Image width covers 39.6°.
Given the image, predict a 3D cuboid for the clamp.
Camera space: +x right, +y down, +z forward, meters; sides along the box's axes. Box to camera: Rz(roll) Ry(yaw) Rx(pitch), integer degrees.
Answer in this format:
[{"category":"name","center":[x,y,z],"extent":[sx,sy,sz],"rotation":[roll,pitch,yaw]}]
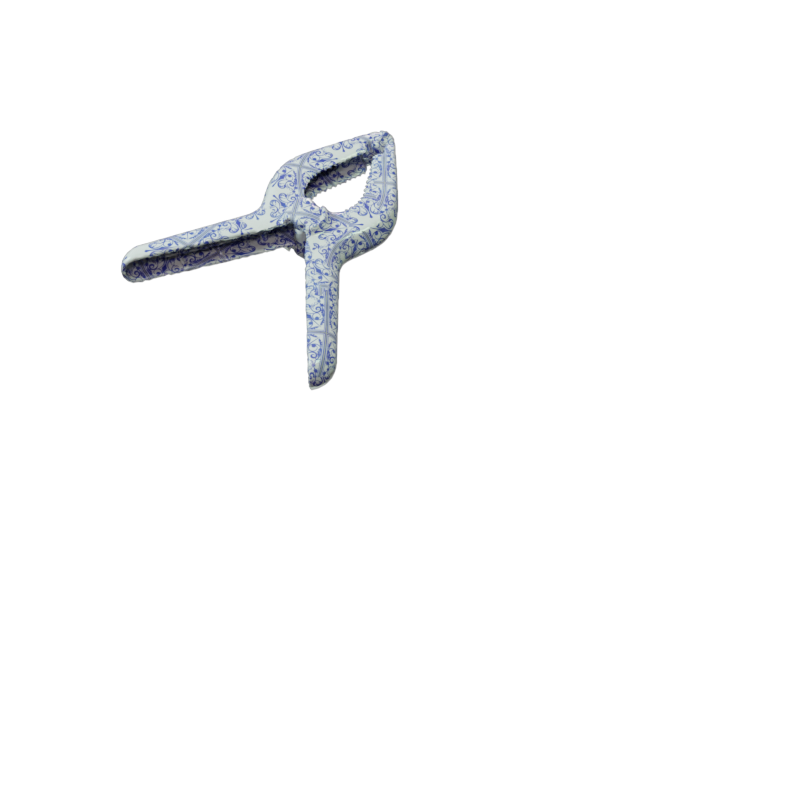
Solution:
[{"category":"clamp","center":[-0.058,-0.106,0.745],"extent":[0.174,0.034,0.213],"rotation":[34,60,23]}]
